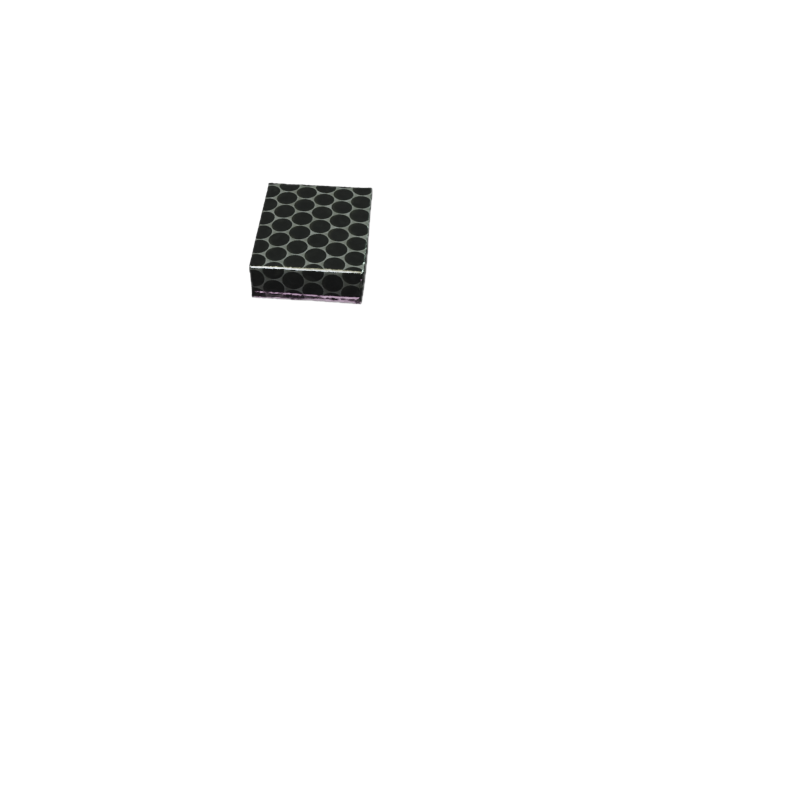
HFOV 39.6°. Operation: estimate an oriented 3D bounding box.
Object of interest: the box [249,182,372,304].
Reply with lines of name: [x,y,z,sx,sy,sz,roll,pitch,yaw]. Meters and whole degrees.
box: [-0.071,-0.129,0.904,0.090,0.036,0.121,3,43,3]
